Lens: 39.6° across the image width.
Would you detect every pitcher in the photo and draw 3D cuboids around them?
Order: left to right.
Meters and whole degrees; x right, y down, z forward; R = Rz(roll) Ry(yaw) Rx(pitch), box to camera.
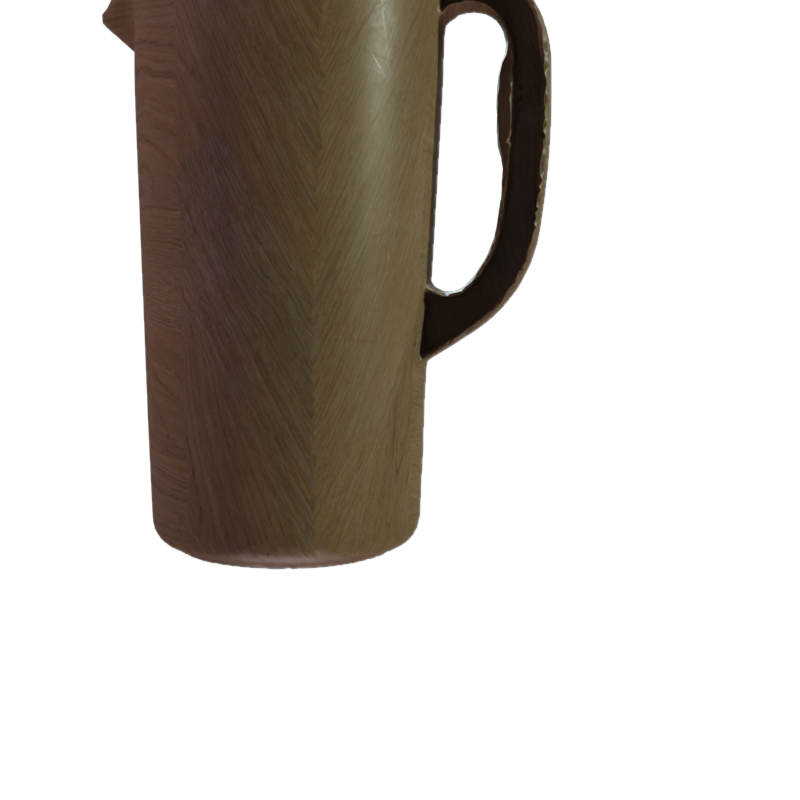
[{"bbox_3d":[-0.035,-0.064,0.449,0.140,0.244,0.154,0,0,-32],"label":"pitcher"}]
